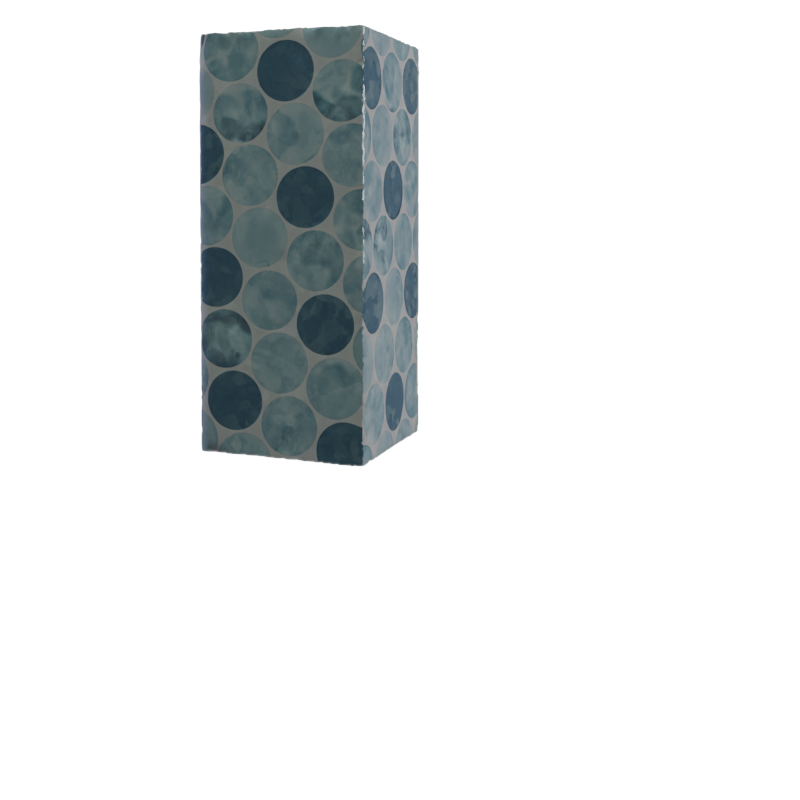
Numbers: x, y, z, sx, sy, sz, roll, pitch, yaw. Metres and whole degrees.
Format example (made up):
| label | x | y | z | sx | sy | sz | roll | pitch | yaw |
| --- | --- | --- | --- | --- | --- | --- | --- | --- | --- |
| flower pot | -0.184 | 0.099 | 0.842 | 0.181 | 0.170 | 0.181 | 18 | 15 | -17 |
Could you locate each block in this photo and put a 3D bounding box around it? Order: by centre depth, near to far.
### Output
| label | x | y | z | sx | sy | sz | roll | pitch | yaw |
| --- | --- | --- | --- | --- | --- | --- | --- | --- | --- |
| block | -0.045 | -0.082 | 0.572 | 0.093 | 0.205 | 0.089 | 2 | 4 | 20 |
